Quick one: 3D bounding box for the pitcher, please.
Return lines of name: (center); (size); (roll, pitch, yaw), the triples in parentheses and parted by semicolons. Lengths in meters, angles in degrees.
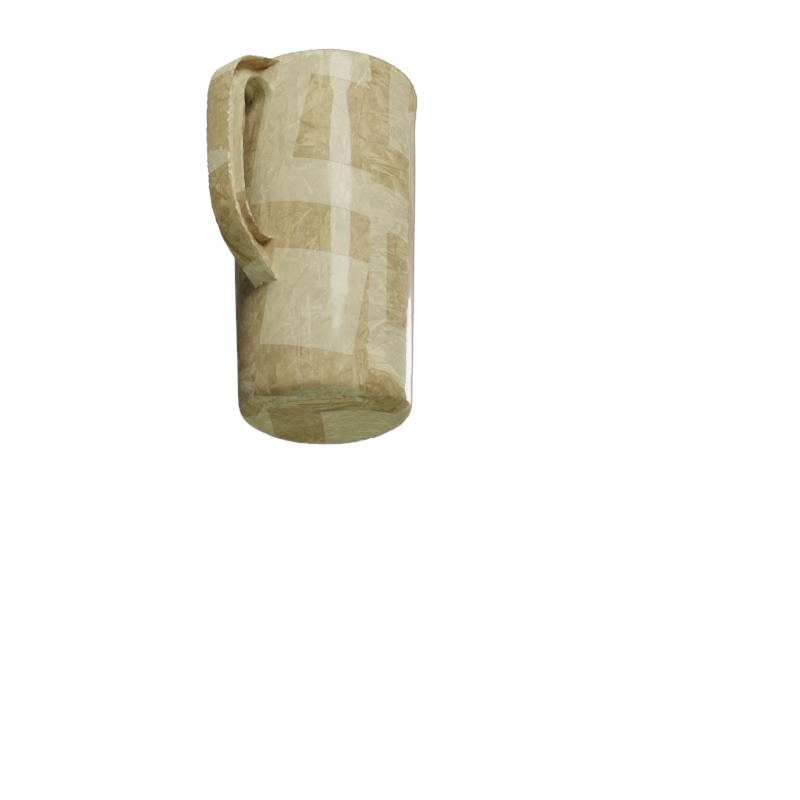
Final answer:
pitcher: (-0.057, -0.104, 0.730); (0.148, 0.257, 0.138); (2, -26, -8)
